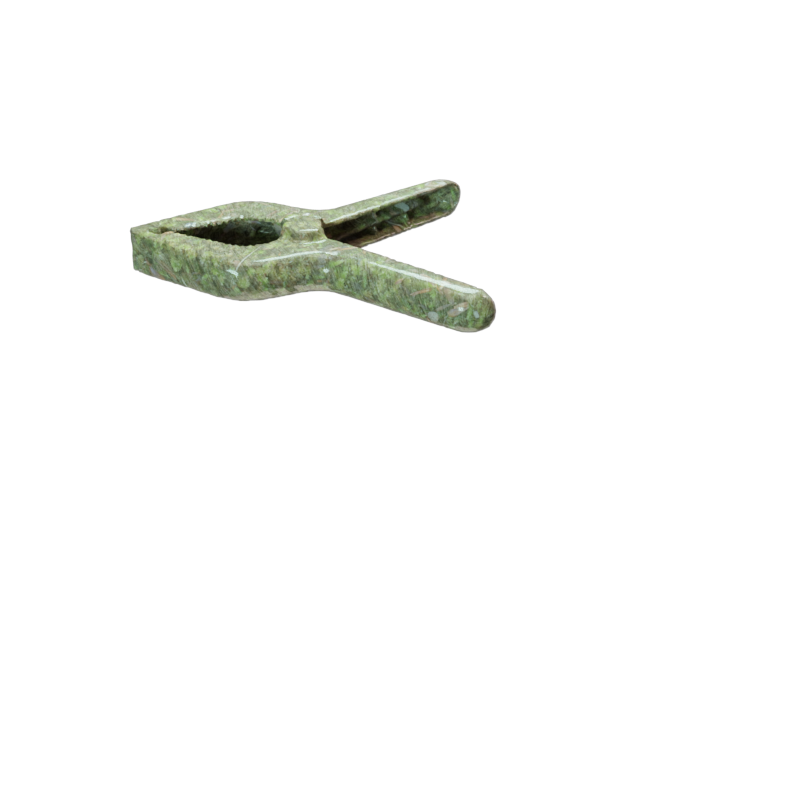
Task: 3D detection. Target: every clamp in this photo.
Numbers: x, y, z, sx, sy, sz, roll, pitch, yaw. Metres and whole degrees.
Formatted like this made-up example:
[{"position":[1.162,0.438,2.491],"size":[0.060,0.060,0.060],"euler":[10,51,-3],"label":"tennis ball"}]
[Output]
[{"position":[-0.052,-0.094,0.659],"size":[0.212,0.034,0.173],"euler":[3,32,4],"label":"clamp"}]
